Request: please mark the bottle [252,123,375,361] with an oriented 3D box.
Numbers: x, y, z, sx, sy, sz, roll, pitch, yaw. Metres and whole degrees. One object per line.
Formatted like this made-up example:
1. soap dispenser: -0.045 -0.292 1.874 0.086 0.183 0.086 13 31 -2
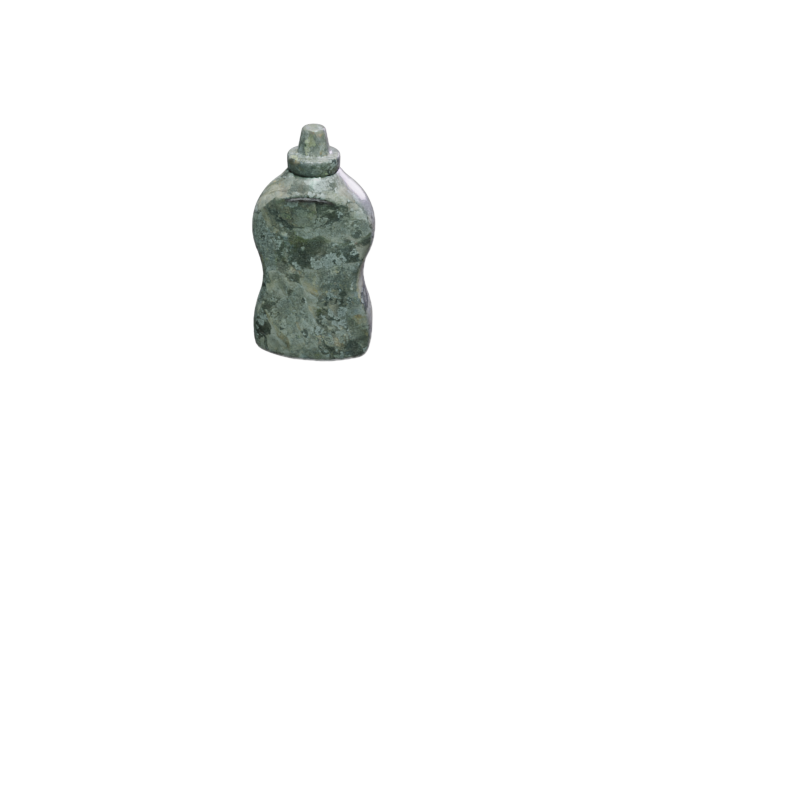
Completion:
1. bottle: -0.069 -0.125 0.877 0.097 0.181 0.061 6 29 7
